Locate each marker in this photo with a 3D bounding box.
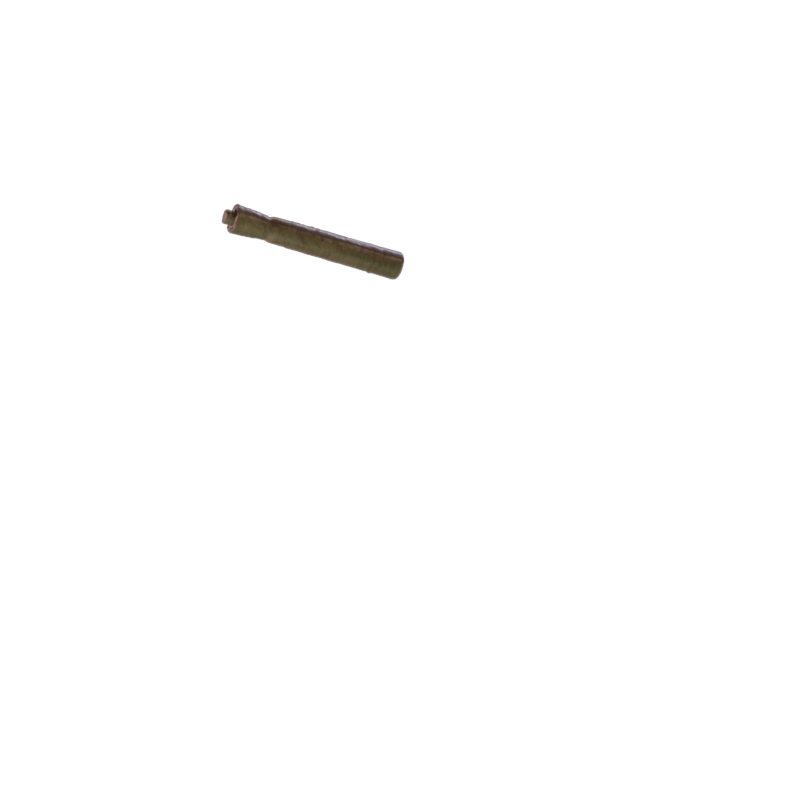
[{"bbox_3d":[-0.055,-0.100,0.699,0.117,0.020,0.020,14,-1,-20],"label":"marker"}]
